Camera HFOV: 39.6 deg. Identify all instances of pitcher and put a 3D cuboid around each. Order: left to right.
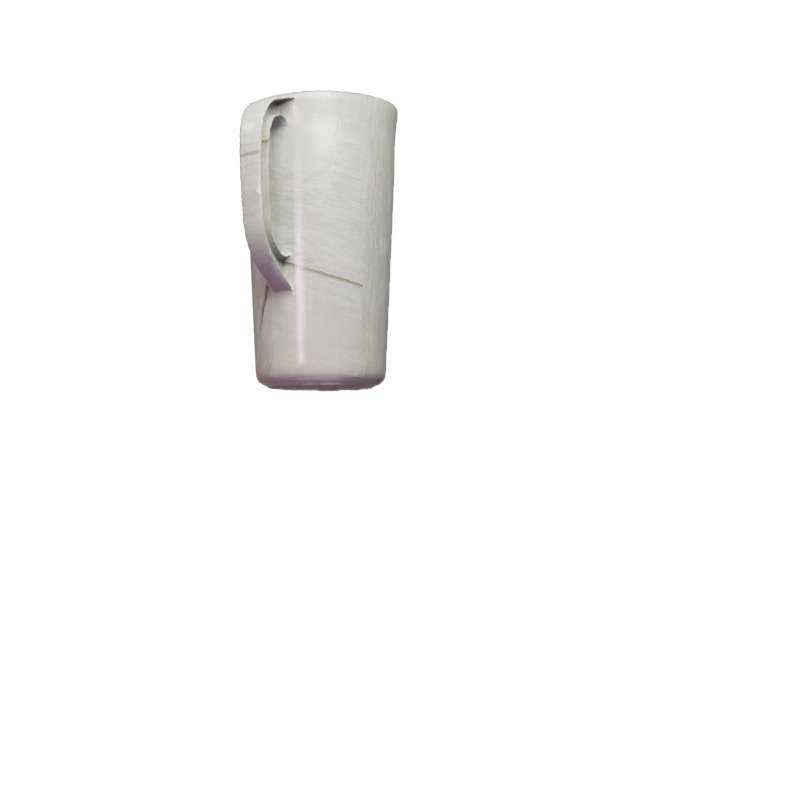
[{"bbox_3d":[-0.073,-0.133,0.930,0.146,0.249,0.145,2,-9,-16],"label":"pitcher"}]
